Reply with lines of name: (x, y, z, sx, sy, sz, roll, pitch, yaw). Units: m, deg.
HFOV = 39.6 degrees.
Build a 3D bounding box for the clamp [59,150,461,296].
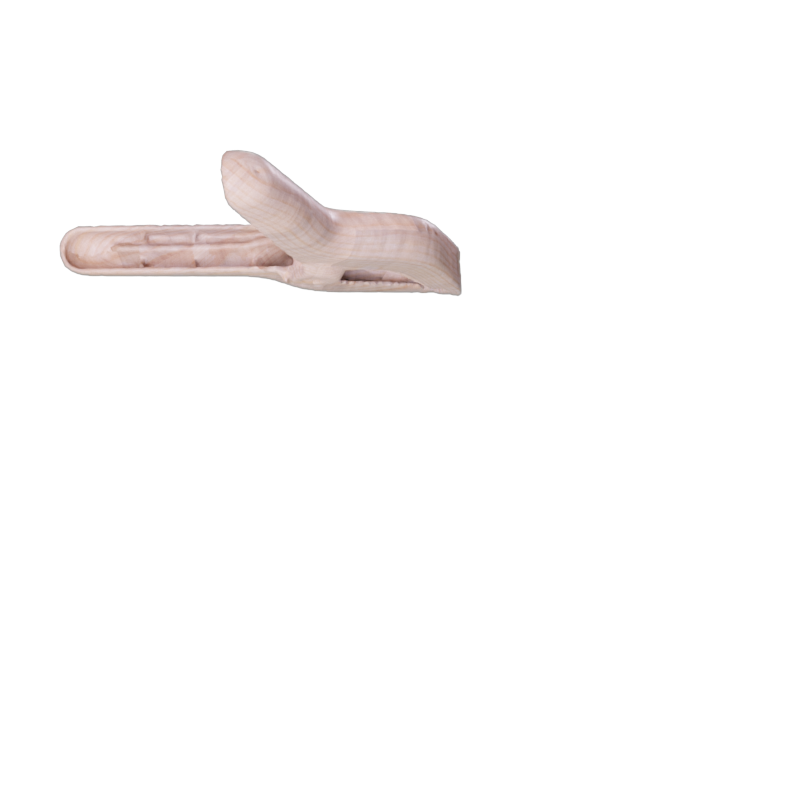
clamp: (-0.043, -0.078, 0.549, 0.202, 0.037, 0.167, 4, -7, -32)
